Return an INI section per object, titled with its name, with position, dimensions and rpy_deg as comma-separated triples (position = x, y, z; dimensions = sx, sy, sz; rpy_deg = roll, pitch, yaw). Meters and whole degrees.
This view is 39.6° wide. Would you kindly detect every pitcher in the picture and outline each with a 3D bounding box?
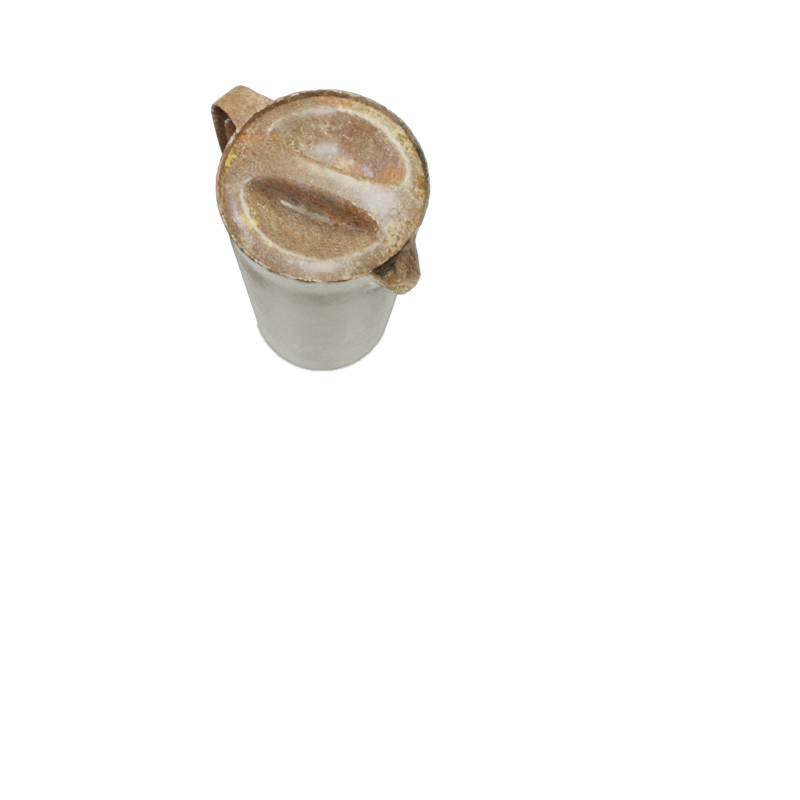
[pitcher]
position = -0.062, -0.113, 0.791
dimensions = 0.145, 0.156, 0.232
rpy_deg = 3, -18, -2
